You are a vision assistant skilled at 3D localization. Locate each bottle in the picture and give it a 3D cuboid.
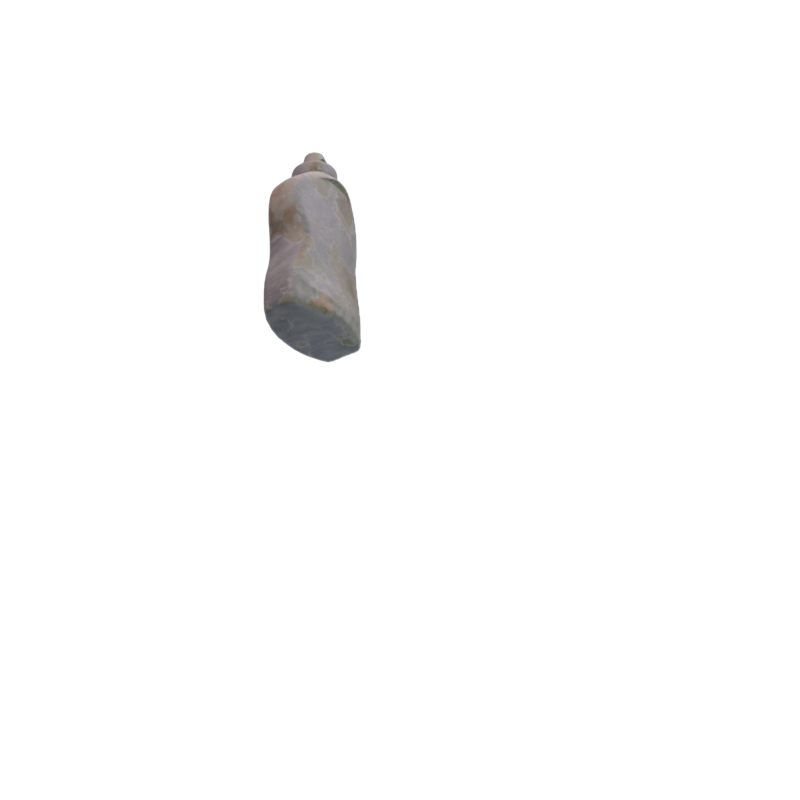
[{"bbox_3d":[-0.073,-0.134,0.941,0.059,0.205,0.089,-25,-41,28],"label":"bottle"}]
